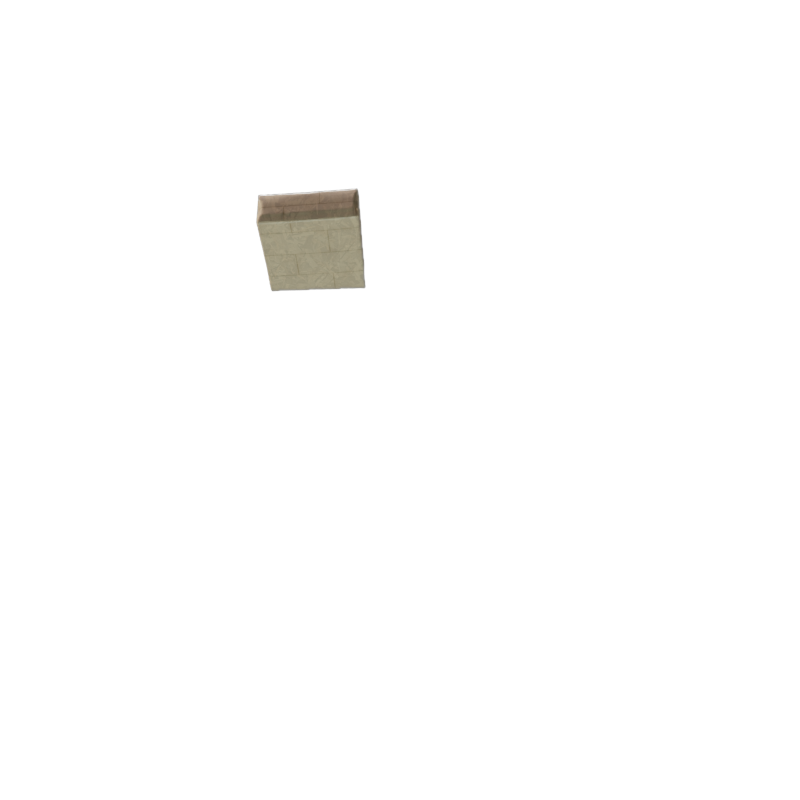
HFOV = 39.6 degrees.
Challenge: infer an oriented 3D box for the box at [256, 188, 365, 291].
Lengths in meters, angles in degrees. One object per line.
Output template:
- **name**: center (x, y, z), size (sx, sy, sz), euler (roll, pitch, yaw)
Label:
- **box**: center (-0.064, -0.117, 0.821), size (0.073, 0.032, 0.083), euler (-2, -33, 3)
